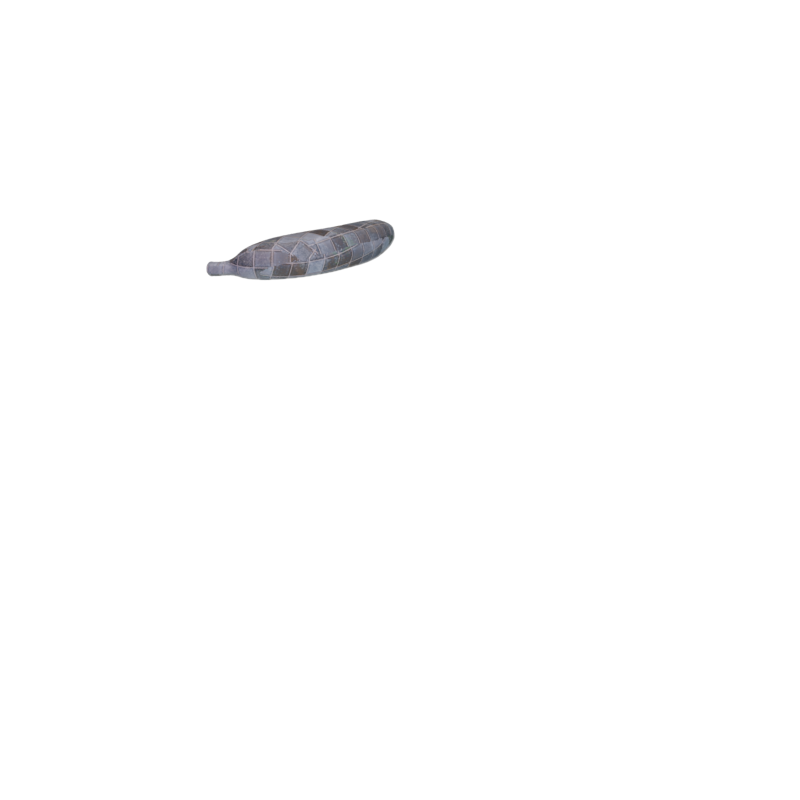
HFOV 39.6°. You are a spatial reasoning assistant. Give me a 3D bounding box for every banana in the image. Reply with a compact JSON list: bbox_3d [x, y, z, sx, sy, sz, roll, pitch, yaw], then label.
[{"bbox_3d":[-0.067,-0.133,0.956,0.193,0.035,0.074,-16,25,-36],"label":"banana"}]
